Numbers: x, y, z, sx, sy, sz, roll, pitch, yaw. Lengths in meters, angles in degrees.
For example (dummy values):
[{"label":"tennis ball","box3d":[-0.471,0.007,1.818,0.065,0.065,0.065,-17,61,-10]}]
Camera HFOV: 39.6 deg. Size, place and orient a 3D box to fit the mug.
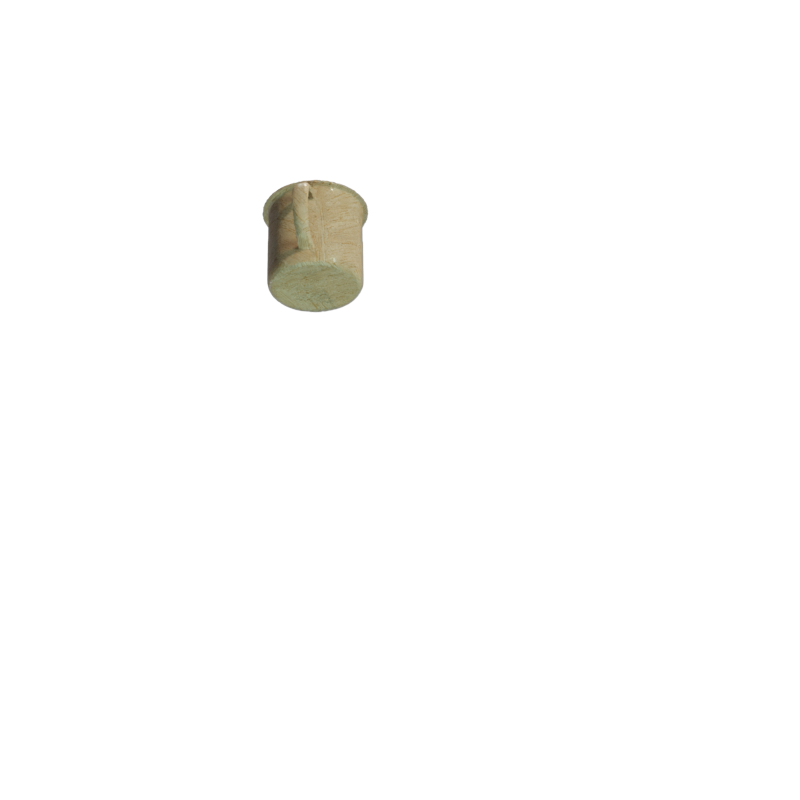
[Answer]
[{"label":"mug","box3d":[-0.074,-0.135,0.943,0.094,0.087,0.109,-4,-32,4]}]
